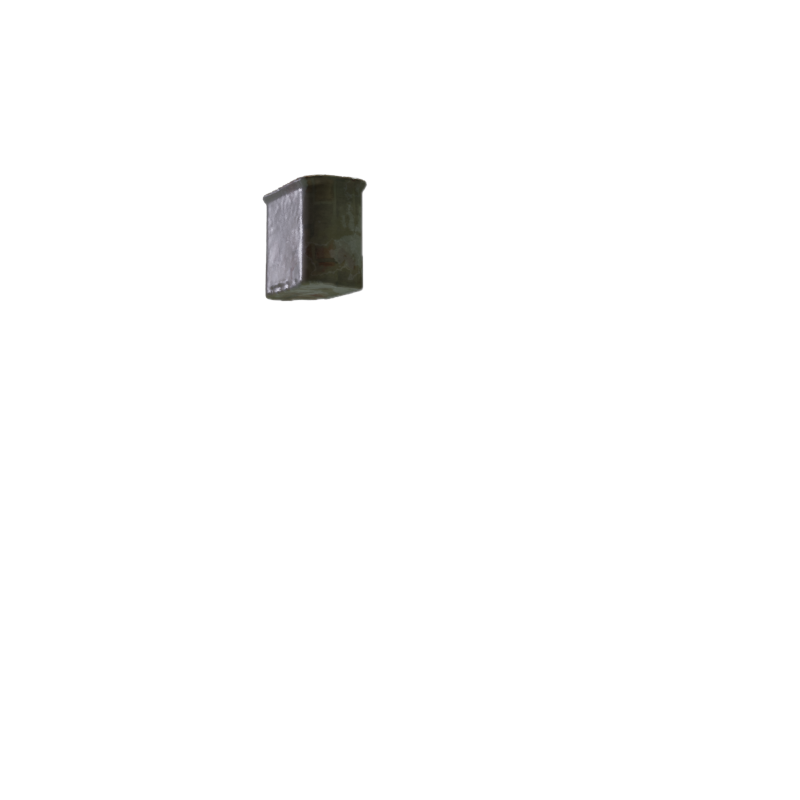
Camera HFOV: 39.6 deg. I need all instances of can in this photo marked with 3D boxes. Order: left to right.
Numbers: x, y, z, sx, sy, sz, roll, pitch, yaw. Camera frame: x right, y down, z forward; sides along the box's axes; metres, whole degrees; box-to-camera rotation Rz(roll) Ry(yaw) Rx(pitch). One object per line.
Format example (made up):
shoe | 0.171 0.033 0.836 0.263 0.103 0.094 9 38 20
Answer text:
can | -0.068 -0.124 0.868 0.055 0.086 0.104 4 -7 -28
